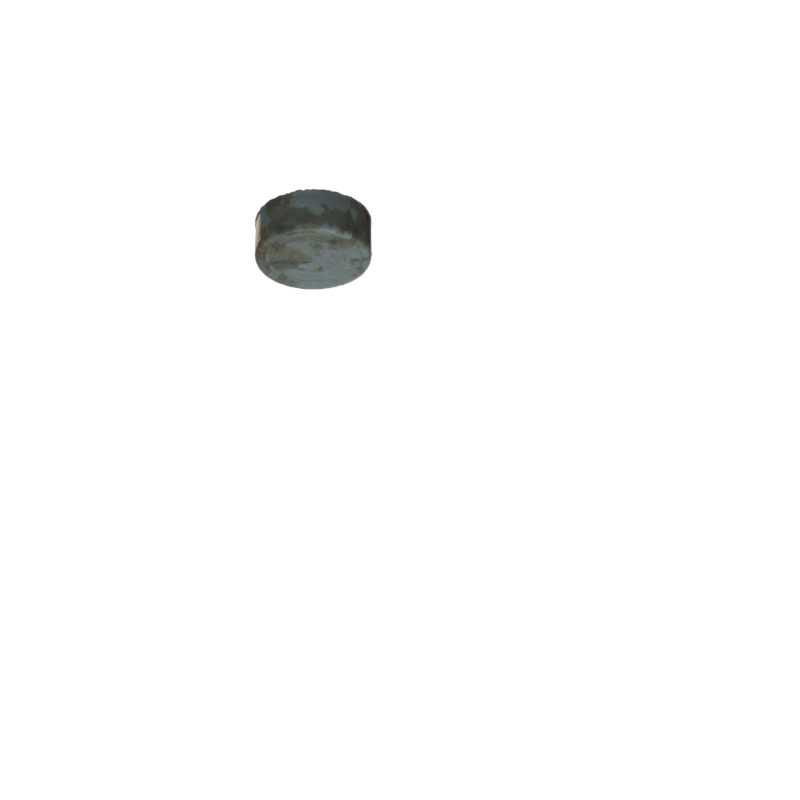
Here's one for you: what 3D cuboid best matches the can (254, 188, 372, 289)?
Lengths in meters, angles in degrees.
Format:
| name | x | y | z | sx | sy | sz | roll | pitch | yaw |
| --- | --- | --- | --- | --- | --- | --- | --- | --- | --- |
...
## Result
| name | x | y | z | sx | sy | sz | roll | pitch | yaw |
| --- | --- | --- | --- | --- | --- | --- | --- | --- | --- |
| can | -0.063 | -0.115 | 0.804 | 0.086 | 0.036 | 0.081 | 1 | -28 | -2 |
